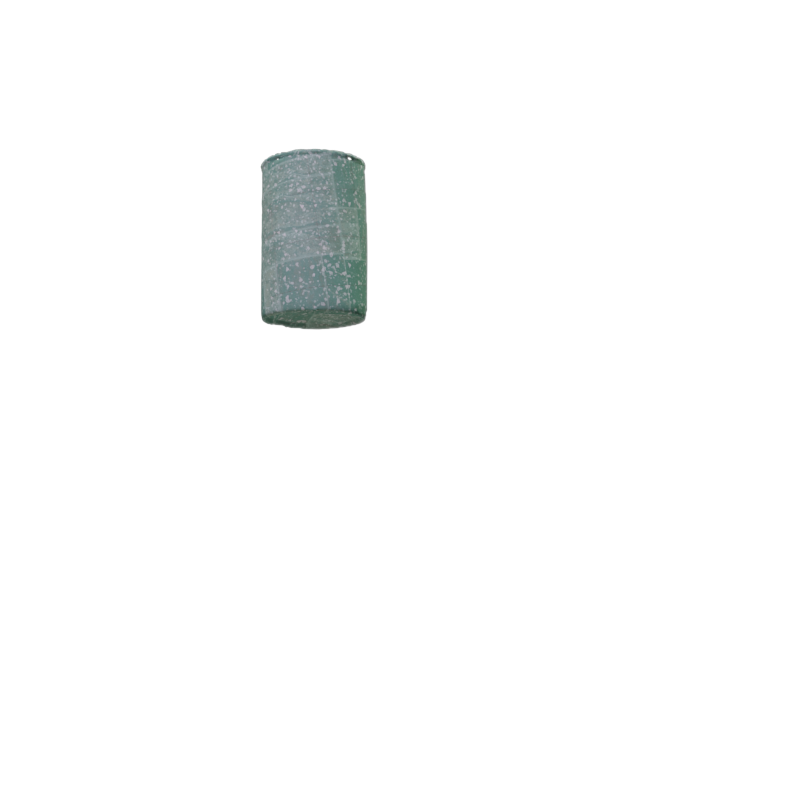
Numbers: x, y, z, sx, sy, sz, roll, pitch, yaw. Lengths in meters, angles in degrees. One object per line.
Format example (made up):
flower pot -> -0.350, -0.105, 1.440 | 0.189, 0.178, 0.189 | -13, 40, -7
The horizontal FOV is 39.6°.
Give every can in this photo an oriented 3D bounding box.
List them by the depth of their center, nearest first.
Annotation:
can -> -0.055, -0.101, 0.705 | 0.068, 0.106, 0.067 | 0, -12, -2
